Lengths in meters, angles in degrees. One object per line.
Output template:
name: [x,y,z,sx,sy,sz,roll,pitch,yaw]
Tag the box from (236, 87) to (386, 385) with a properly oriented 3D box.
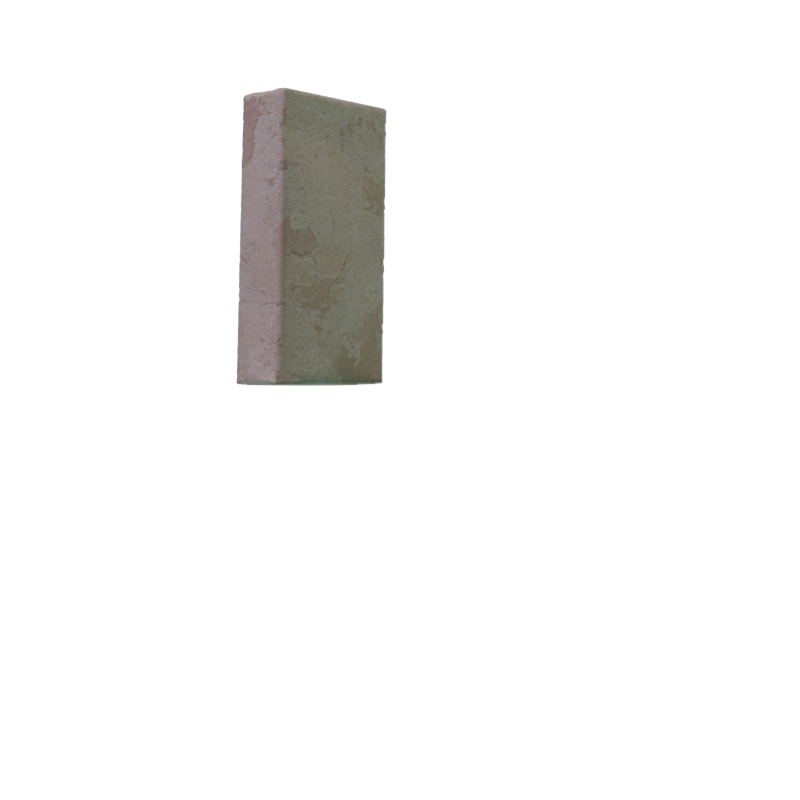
box: [-0.054,-0.098,0.686,0.050,0.179,0.089,-5,-6,43]
